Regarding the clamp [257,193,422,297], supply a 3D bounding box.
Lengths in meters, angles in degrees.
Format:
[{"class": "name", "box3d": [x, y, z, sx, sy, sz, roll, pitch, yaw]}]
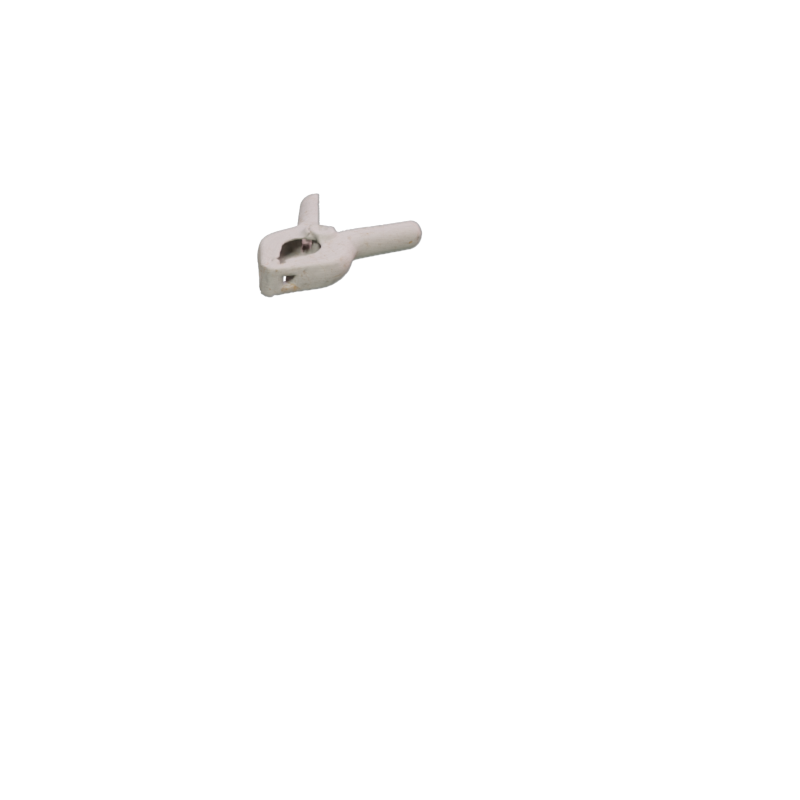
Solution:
[{"class": "clamp", "box3d": [-0.075, -0.136, 0.954, 0.127, 0.037, 0.171, 19, 32, 33]}]
